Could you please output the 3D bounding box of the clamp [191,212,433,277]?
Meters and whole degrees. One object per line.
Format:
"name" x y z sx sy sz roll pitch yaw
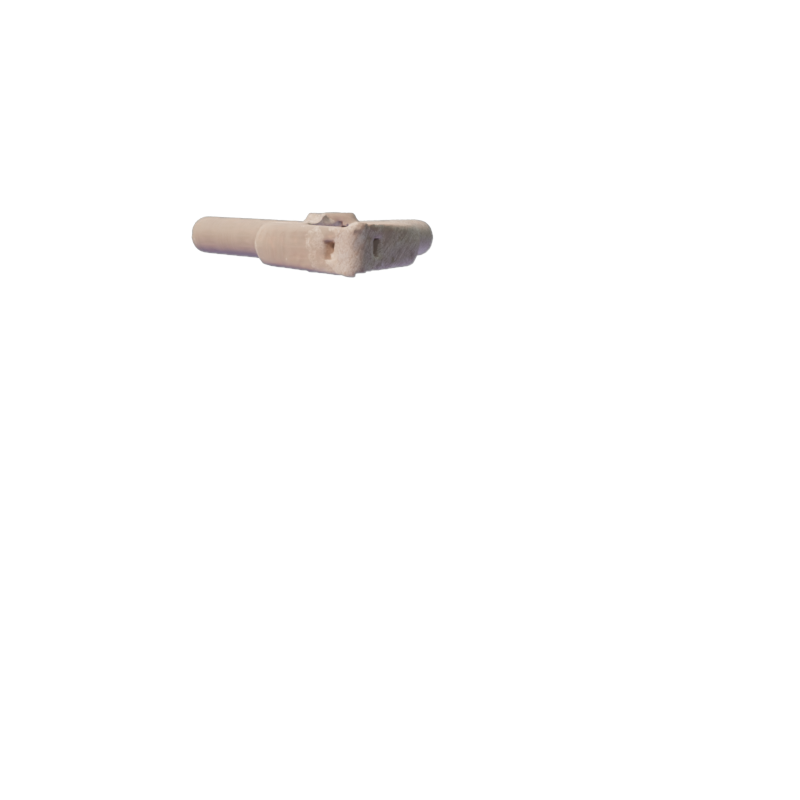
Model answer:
"clamp" -0.053 -0.096 0.675 0.164 0.036 0.214 0 10 -3
